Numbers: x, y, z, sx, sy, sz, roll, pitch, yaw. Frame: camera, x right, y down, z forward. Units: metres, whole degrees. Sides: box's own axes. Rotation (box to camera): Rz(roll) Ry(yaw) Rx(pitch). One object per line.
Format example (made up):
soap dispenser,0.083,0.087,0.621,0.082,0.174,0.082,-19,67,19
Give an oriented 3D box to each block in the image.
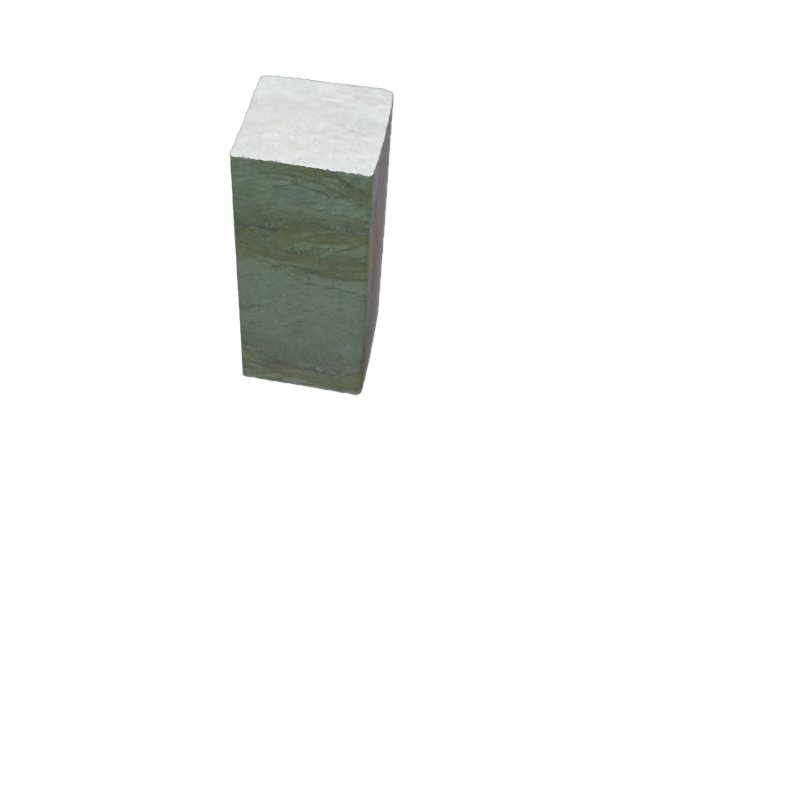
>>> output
block,-0.059,-0.109,0.760,0.092,0.096,0.192,9,-42,5
